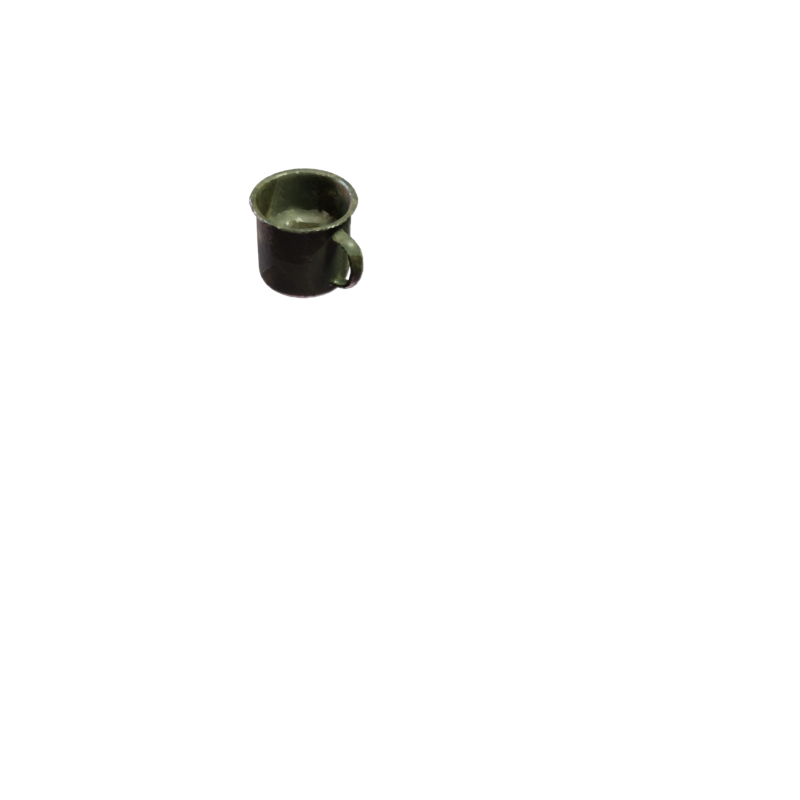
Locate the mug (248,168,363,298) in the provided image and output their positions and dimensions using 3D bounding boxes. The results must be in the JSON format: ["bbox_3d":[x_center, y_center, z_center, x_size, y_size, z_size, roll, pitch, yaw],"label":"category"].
[{"bbox_3d":[-0.075,-0.138,0.964,0.125,0.076,0.094,33,51,31],"label":"mug"}]
